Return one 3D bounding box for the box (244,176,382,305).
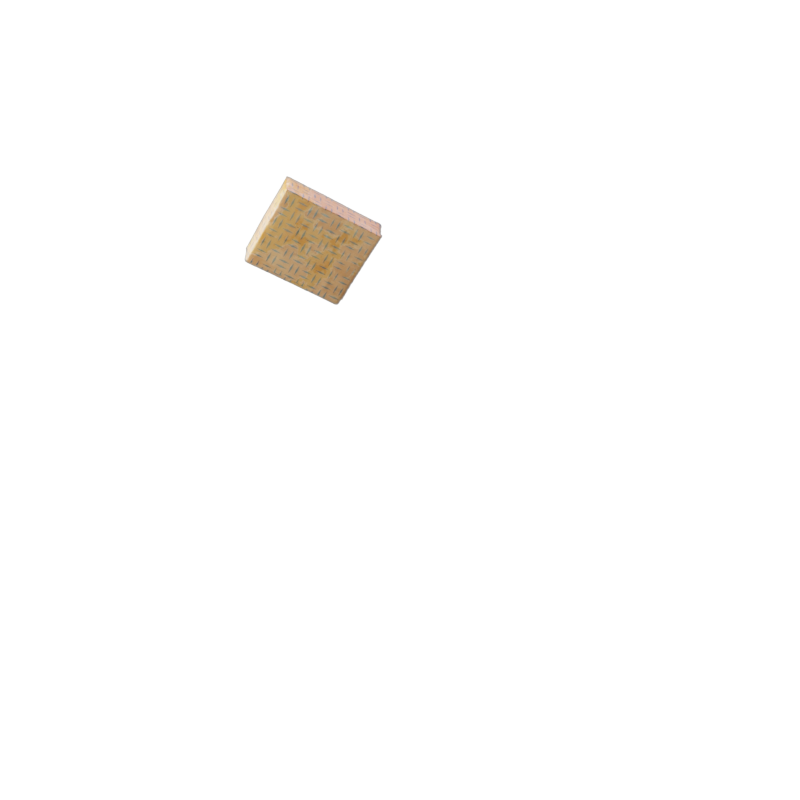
[{"bbox_3d":[-0.070,-0.128,0.895,0.087,0.071,0.032,26,25,-14],"label":"box"}]
